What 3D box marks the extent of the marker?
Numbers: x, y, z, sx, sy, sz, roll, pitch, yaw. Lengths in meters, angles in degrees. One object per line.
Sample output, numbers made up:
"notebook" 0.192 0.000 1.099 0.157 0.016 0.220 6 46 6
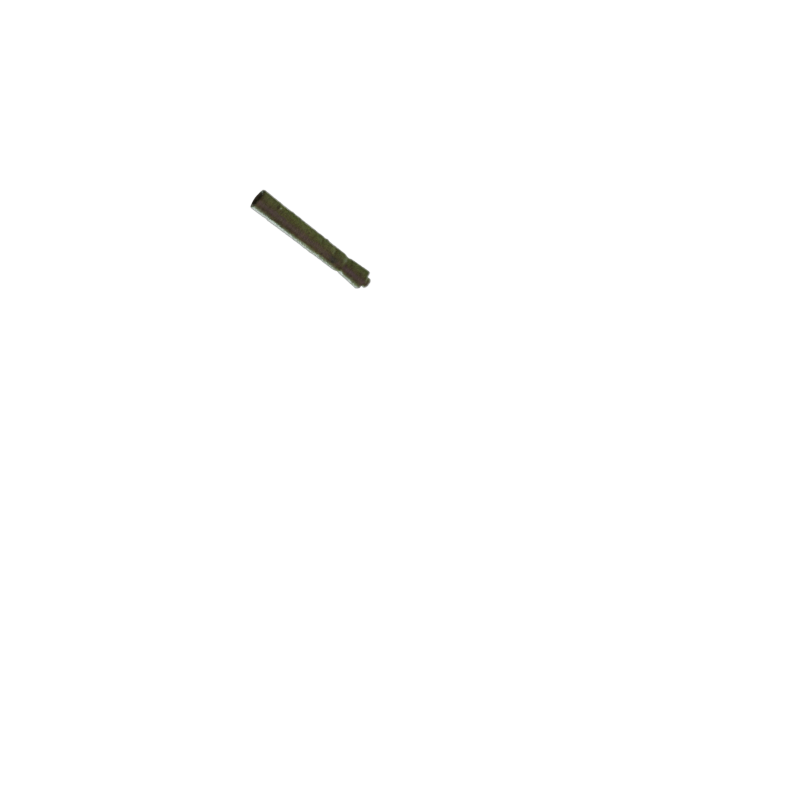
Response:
"marker" -0.072 -0.132 0.923 0.116 0.020 0.020 36 -10 -17
